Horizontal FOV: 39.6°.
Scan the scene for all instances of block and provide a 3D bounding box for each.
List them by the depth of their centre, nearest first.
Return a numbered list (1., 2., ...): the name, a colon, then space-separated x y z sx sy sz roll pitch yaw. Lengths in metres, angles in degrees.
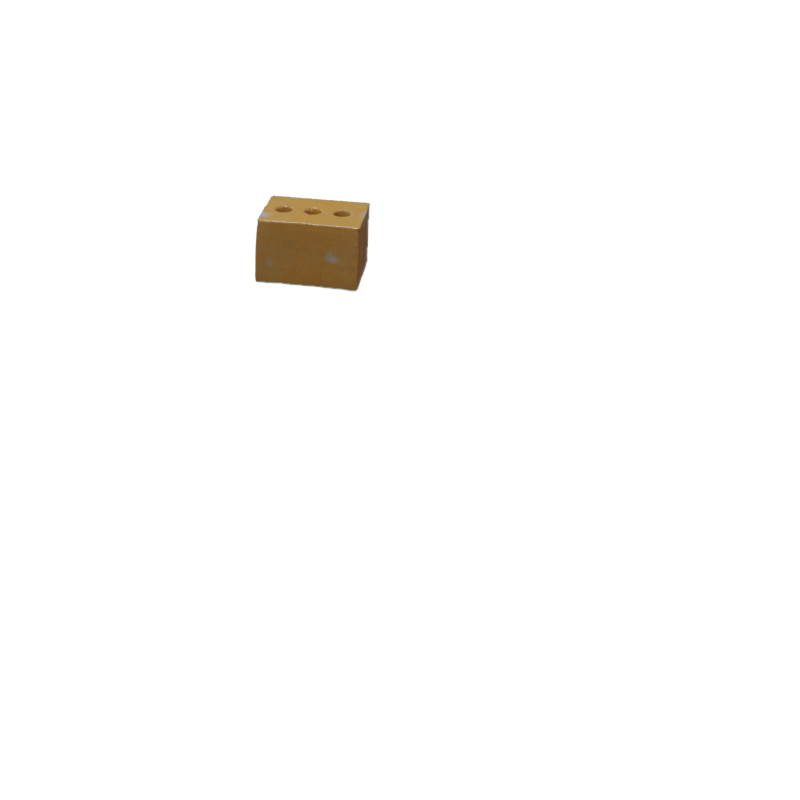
1. block: -0.064 -0.118 0.824 0.079 0.048 0.055 5 29 8
